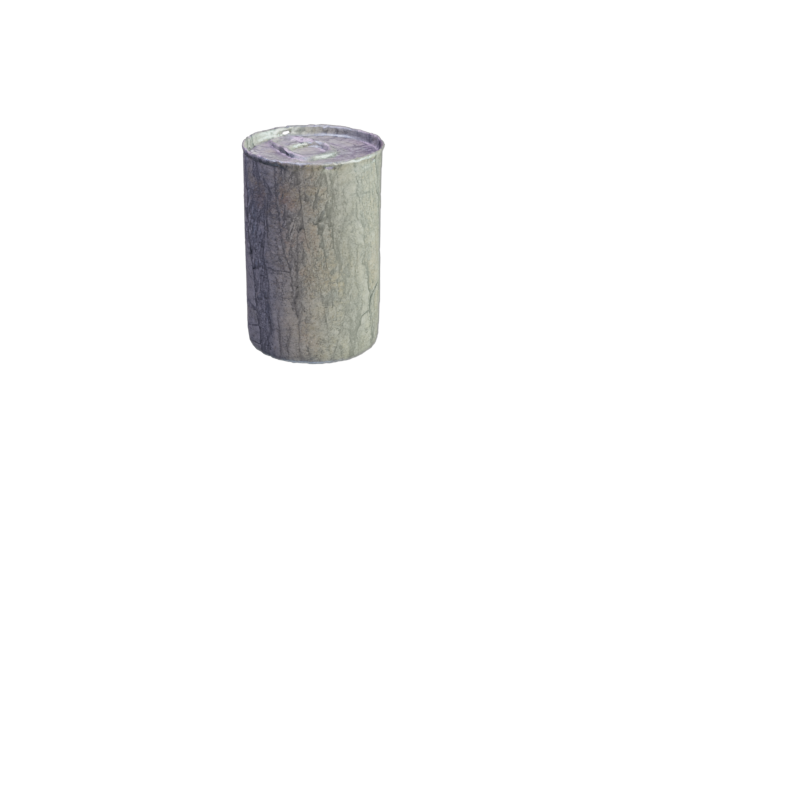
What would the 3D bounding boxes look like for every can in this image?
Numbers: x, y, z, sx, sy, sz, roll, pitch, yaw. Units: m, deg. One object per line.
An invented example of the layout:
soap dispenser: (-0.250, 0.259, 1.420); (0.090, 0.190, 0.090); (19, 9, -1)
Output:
can: (-0.043, -0.078, 0.544); (0.068, 0.097, 0.072); (0, 24, -2)
